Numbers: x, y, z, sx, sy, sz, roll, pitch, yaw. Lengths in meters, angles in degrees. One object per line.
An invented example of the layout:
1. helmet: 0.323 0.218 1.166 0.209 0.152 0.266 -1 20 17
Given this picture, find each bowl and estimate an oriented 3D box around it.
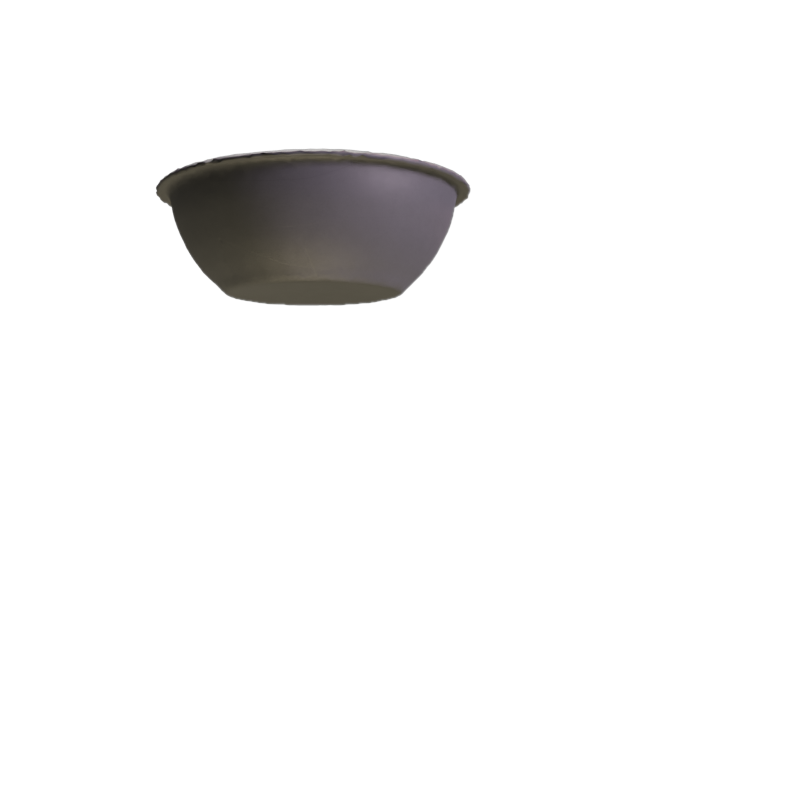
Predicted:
1. bowl: -0.045 -0.081 0.570 0.162 0.056 0.160 0 -4 -2
